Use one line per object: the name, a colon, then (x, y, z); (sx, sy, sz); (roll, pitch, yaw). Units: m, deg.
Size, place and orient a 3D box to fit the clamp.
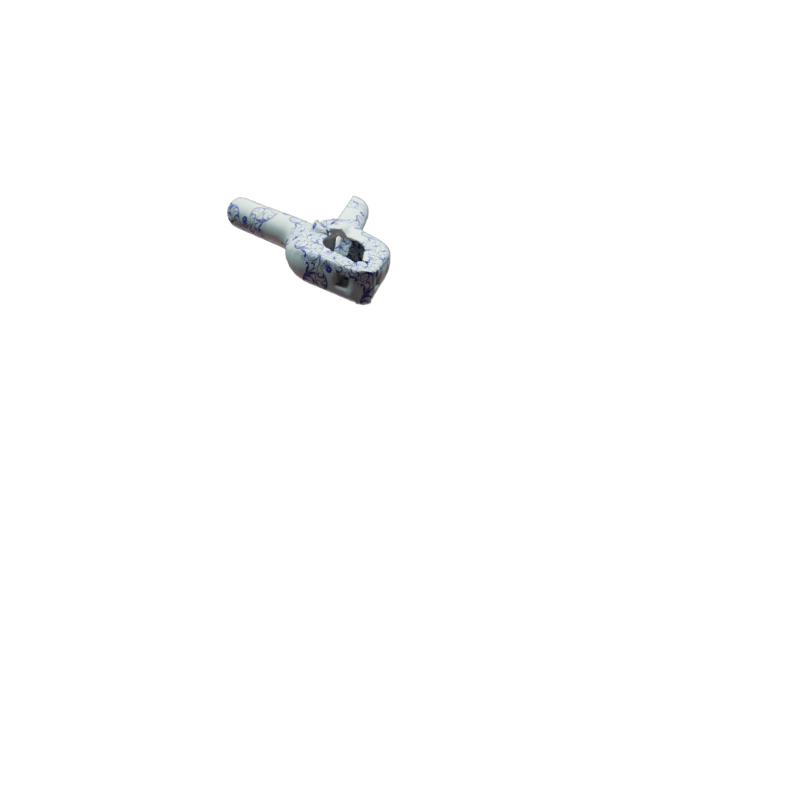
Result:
clamp: (-0.067, -0.122, 0.856); (0.118, 0.037, 0.183); (-6, 27, -12)
